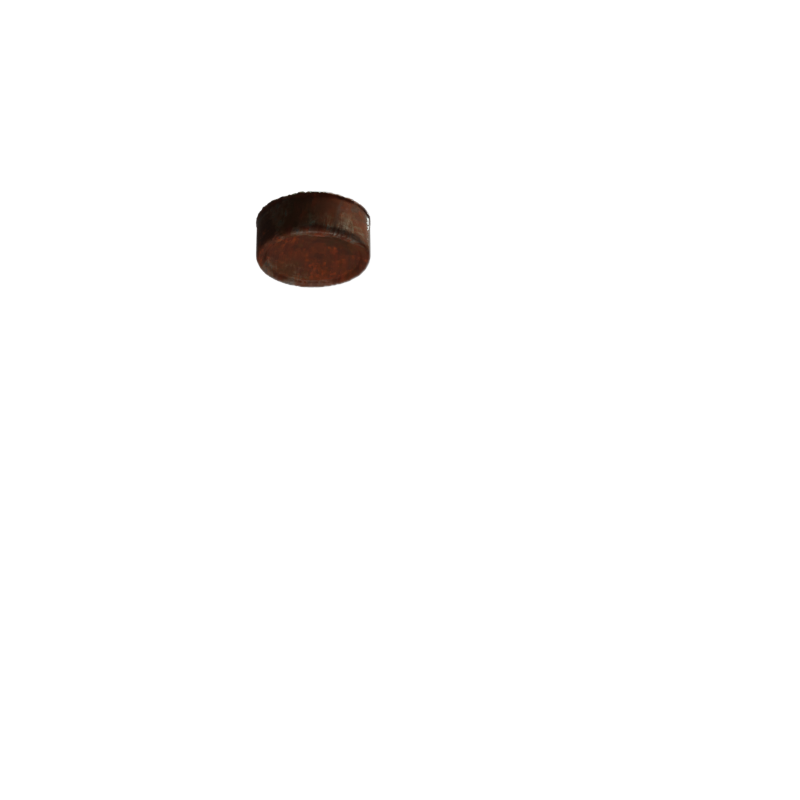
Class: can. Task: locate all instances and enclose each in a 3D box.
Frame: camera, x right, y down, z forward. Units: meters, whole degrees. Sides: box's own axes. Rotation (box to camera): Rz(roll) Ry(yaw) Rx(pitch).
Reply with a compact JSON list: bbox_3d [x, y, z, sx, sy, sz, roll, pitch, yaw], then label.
[{"bbox_3d":[-0.064,-0.117,0.818,0.086,0.036,0.081,1,-26,-2],"label":"can"}]
